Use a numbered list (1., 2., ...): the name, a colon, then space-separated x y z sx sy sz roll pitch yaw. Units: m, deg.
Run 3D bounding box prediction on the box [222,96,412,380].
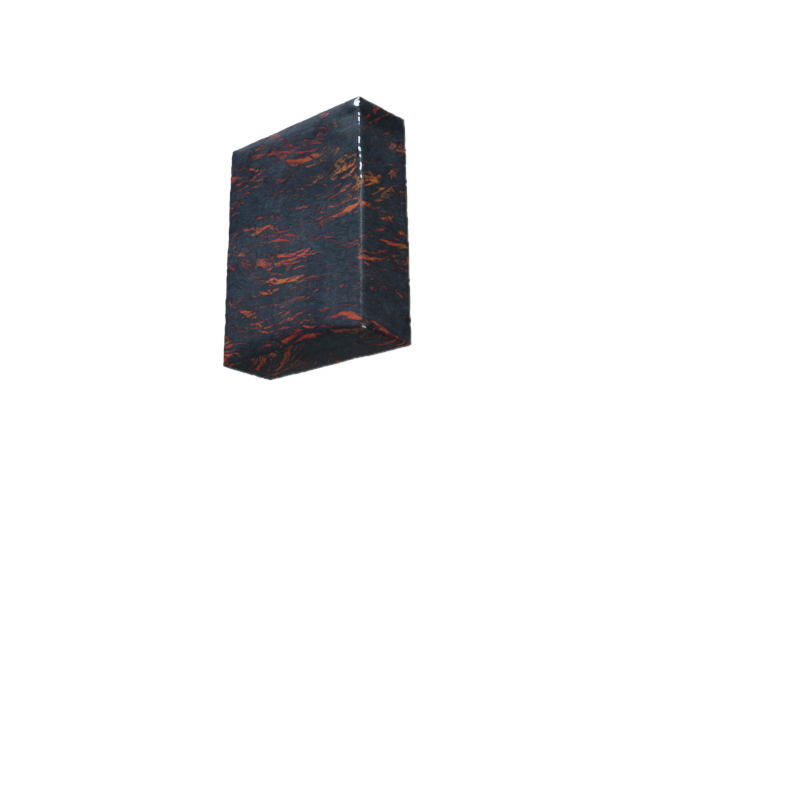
1. box: -0.076 -0.139 0.976 0.167 0.224 0.067 -16 -25 37
